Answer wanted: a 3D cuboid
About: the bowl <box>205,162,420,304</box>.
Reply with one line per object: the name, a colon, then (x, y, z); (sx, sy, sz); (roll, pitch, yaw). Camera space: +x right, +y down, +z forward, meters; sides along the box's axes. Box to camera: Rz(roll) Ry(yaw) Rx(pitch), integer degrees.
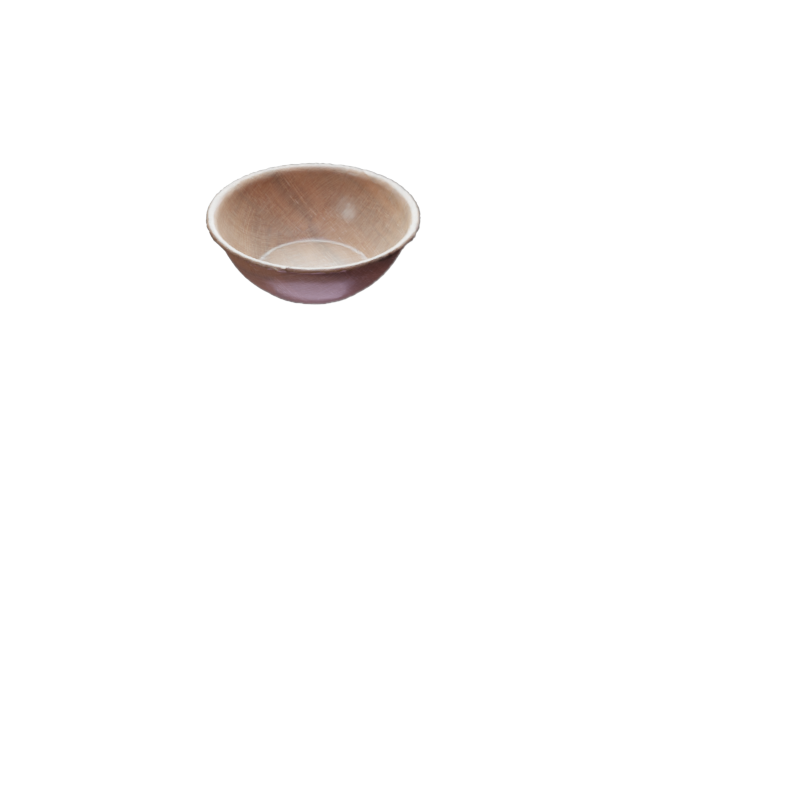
bowl: (-0.066, -0.121, 0.847); (0.162, 0.051, 0.173); (-1, 38, -2)
